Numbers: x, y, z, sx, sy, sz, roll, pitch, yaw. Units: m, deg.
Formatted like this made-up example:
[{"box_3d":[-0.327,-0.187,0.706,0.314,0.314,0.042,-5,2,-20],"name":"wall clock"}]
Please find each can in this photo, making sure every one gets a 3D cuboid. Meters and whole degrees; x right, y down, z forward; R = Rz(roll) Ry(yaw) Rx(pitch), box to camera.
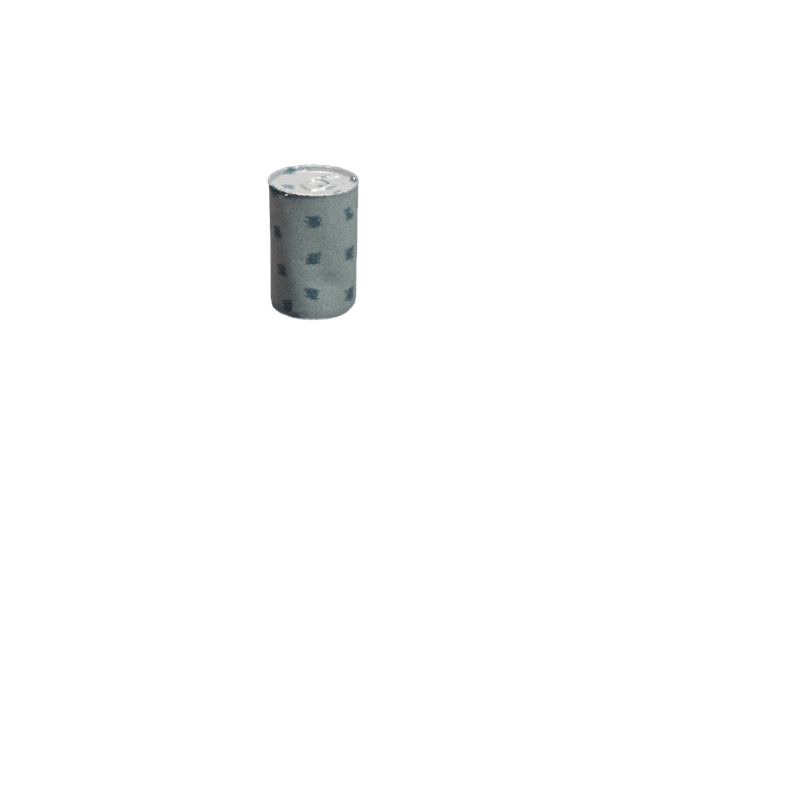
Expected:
[{"box_3d":[-0.066,-0.120,0.843,0.068,0.097,0.072,0,26,-2],"name":"can"}]
